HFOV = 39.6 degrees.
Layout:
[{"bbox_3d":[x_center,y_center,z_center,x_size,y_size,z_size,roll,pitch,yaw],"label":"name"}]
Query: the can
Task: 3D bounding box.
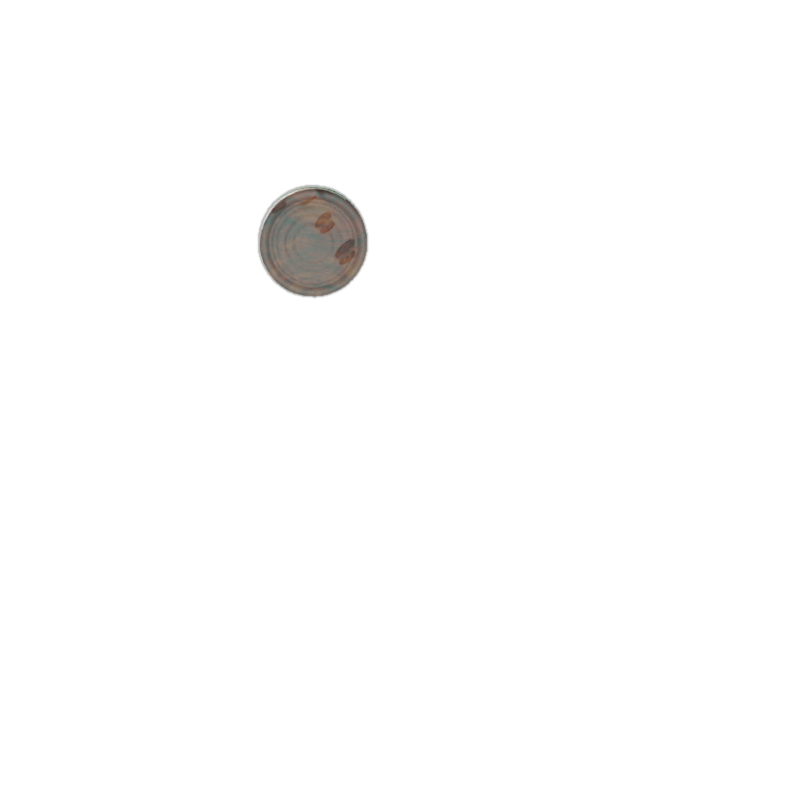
[{"bbox_3d":[-0.068,-0.124,0.870,0.086,0.085,0.034,0,6,-1],"label":"can"}]
